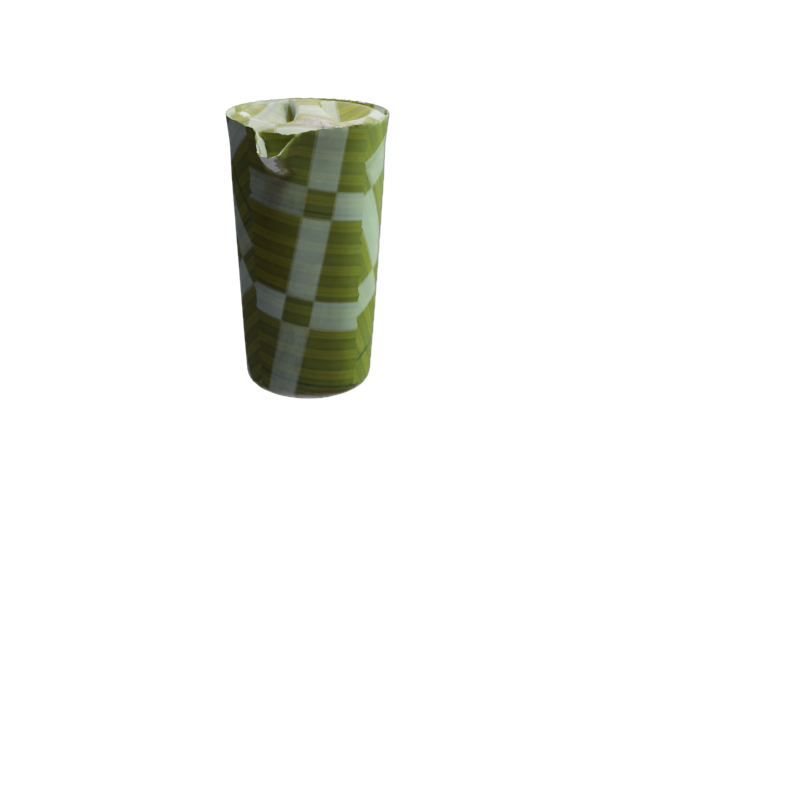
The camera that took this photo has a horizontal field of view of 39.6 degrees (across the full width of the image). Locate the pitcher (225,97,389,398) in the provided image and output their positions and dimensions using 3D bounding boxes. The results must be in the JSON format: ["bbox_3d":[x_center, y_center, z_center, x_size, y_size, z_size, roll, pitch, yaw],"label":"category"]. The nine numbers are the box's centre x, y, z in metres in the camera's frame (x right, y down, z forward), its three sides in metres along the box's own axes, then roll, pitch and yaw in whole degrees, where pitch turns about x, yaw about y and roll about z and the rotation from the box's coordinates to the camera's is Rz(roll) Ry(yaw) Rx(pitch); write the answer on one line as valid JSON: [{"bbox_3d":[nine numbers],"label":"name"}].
[{"bbox_3d":[-0.074,-0.135,0.945,0.146,0.233,0.155,-9,23,-26],"label":"pitcher"}]
